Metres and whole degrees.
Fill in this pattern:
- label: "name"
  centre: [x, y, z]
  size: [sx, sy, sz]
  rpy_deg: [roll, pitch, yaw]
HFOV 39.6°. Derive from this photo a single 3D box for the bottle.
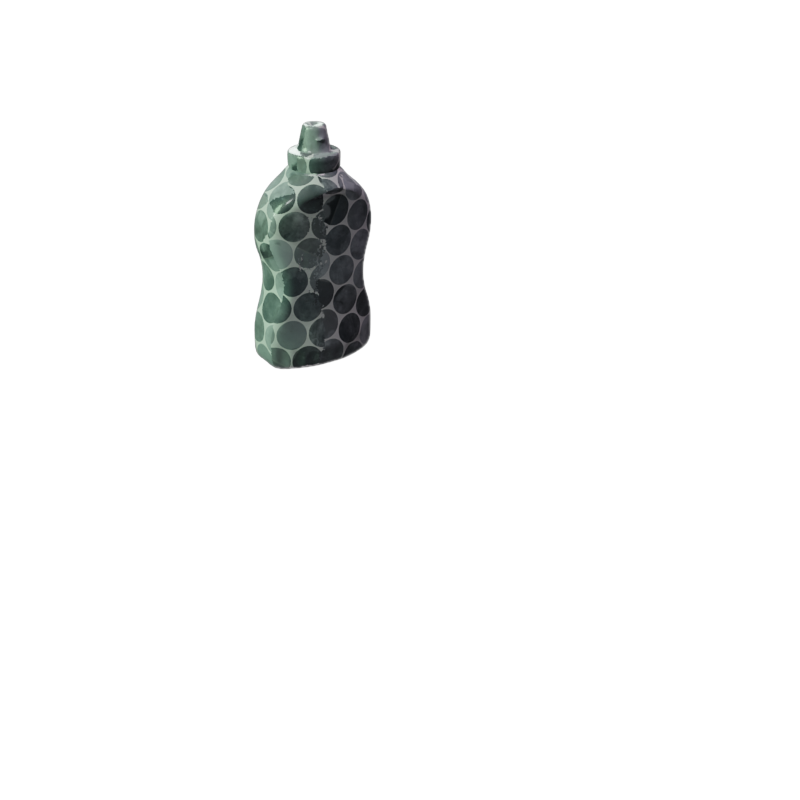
- label: "bottle"
  centre: [-0.068, -0.124, 0.871]
  size: [0.094, 0.183, 0.062]
  rpy_deg: [-12, 26, -29]
